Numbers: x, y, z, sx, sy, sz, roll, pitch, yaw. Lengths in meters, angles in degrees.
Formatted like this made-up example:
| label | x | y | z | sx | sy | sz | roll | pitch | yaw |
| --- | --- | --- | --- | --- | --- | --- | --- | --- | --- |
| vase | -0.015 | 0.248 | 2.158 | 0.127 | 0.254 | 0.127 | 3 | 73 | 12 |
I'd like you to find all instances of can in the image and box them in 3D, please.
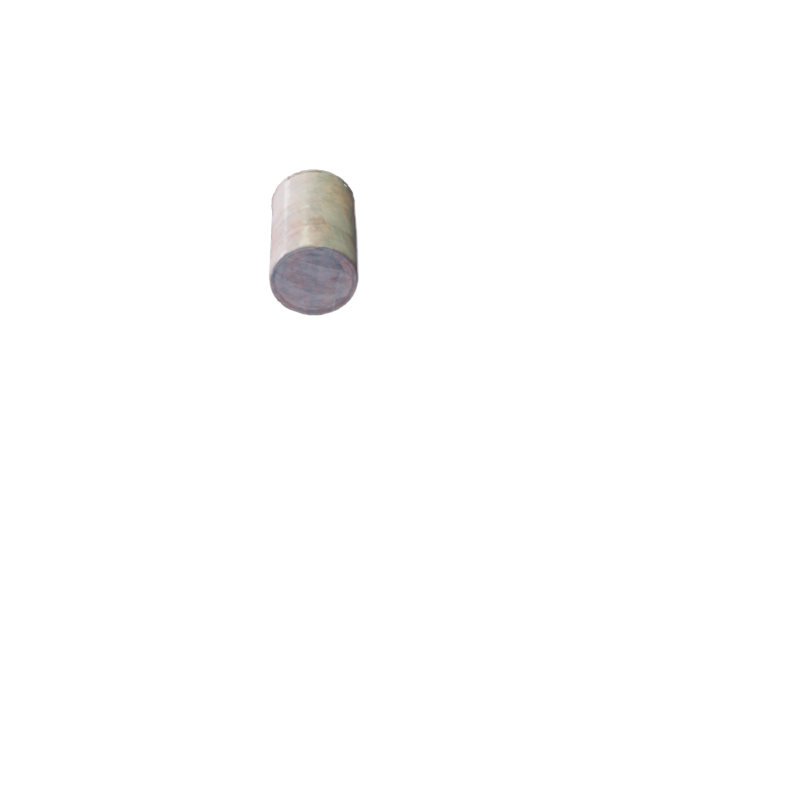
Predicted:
| label | x | y | z | sx | sy | sz | roll | pitch | yaw |
| --- | --- | --- | --- | --- | --- | --- | --- | --- | --- |
| can | -0.067 | -0.122 | 0.856 | 0.068 | 0.064 | 0.110 | -1 | 41 | -3 |
